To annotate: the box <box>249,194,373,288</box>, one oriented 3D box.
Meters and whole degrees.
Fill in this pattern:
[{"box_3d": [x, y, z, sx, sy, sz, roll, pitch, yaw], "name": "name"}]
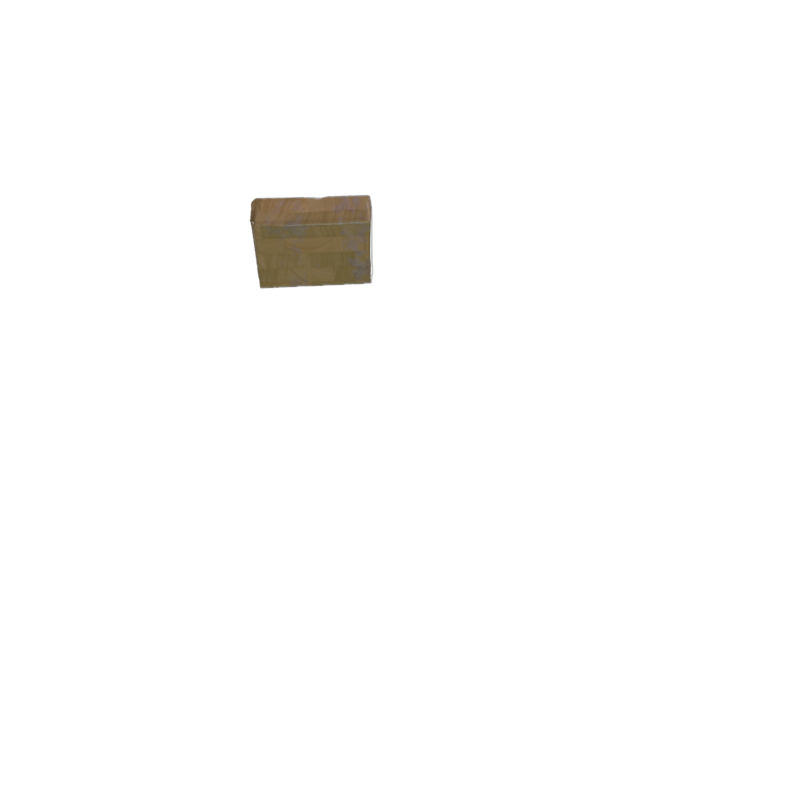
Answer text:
[{"box_3d": [-0.065, -0.119, 0.833, 0.089, 0.032, 0.068, -1, -37, 1], "name": "box"}]
